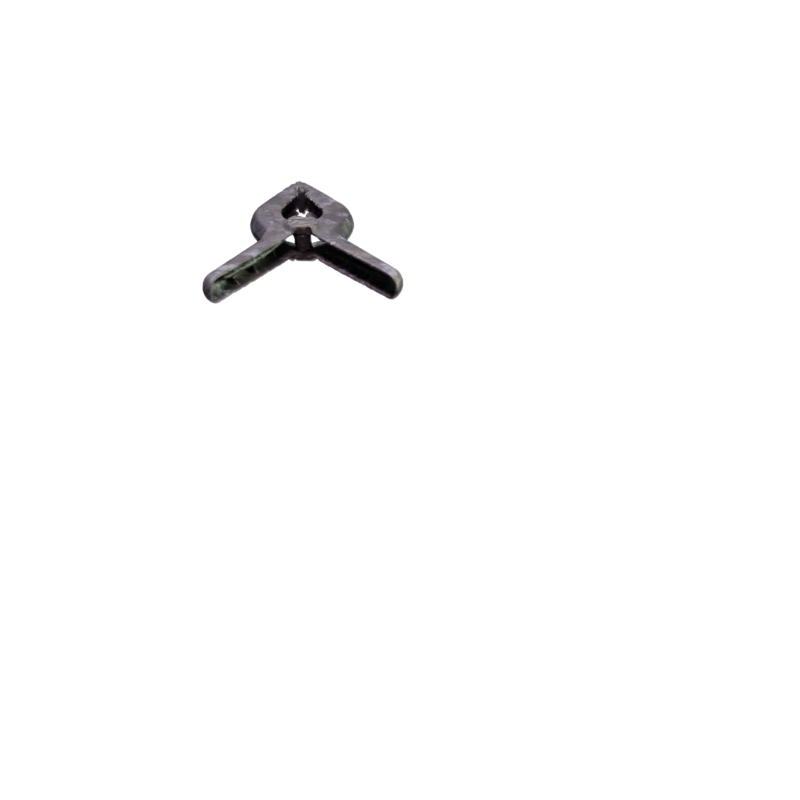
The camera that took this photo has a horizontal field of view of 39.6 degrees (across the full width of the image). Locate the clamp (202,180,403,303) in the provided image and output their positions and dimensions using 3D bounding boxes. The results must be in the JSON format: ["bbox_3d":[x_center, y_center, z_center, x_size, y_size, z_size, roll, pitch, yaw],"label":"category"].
[{"bbox_3d":[-0.077,-0.141,0.988,0.165,0.034,0.222,2,32,3],"label":"clamp"}]
